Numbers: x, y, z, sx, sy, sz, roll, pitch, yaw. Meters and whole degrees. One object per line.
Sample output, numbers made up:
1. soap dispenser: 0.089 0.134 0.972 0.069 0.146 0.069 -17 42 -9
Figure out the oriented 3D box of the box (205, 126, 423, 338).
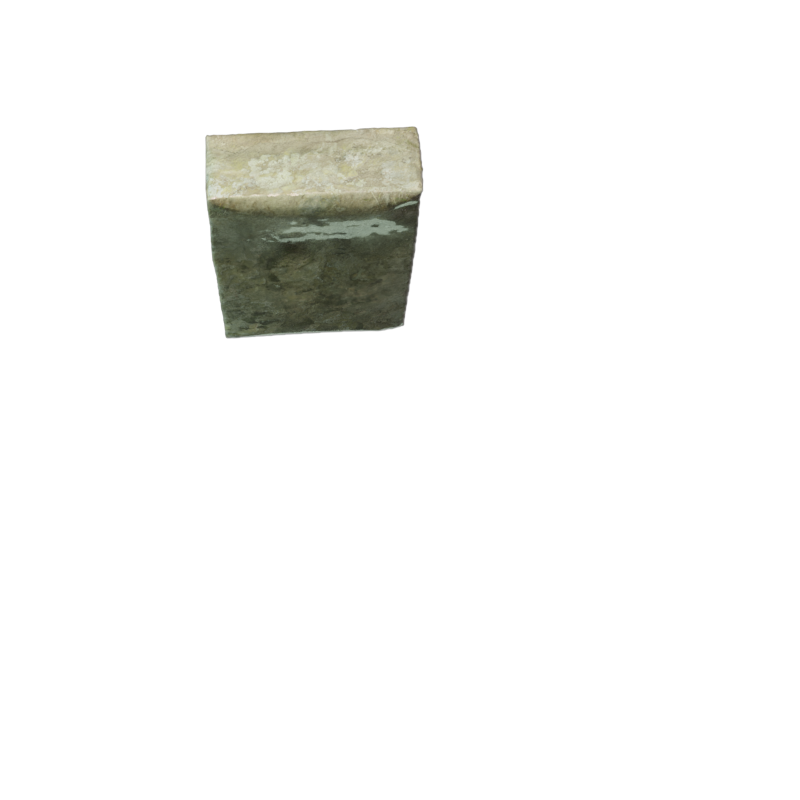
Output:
1. box: -0.072 -0.130 0.914 0.163 0.076 0.201 -3 -27 -4
